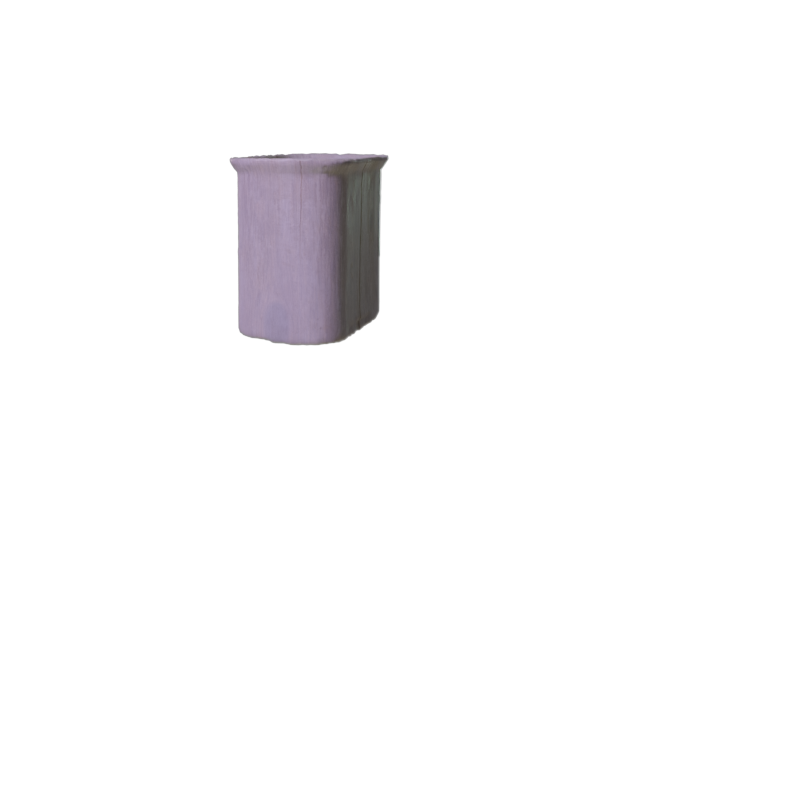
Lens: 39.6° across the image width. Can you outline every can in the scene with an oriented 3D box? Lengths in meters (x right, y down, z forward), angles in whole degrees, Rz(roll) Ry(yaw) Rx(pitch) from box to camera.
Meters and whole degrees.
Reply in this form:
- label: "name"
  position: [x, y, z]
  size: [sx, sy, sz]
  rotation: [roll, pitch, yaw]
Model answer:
- label: "can"
  position: [-0.042, -0.077, 0.538]
  size: [0.059, 0.082, 0.102]
  rotation: [3, 11, 14]
